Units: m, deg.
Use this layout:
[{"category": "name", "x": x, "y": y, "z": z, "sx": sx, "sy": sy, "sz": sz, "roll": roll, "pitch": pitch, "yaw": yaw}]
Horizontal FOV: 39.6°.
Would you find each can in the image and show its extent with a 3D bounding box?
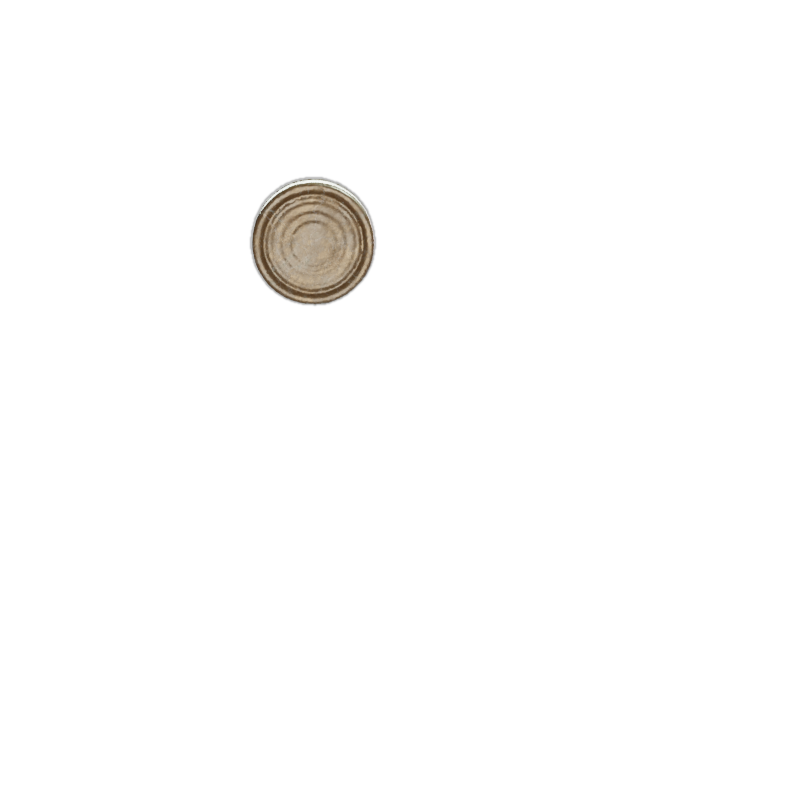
[{"category": "can", "x": -0.060, "y": -0.109, "z": 0.766, "sx": 0.086, "sy": 0.084, "sz": 0.034, "roll": 0, "pitch": 8, "yaw": -1}]
